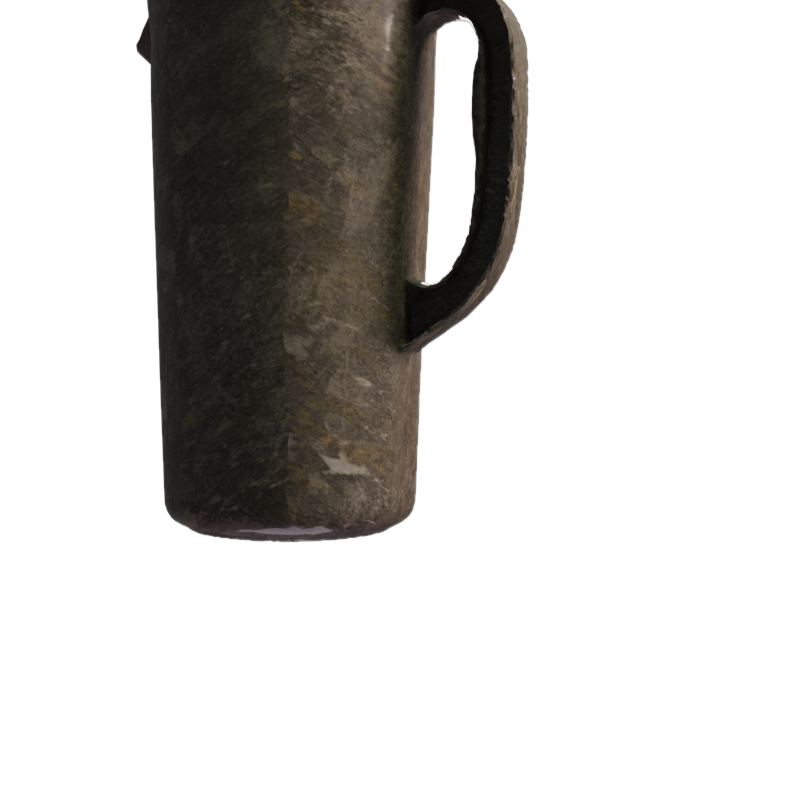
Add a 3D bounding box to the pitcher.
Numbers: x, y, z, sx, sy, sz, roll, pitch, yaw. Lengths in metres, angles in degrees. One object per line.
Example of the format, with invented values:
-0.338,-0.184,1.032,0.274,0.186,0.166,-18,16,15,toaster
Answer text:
-0.038,-0.069,0.481,0.141,0.246,0.151,1,-3,-20,pitcher
